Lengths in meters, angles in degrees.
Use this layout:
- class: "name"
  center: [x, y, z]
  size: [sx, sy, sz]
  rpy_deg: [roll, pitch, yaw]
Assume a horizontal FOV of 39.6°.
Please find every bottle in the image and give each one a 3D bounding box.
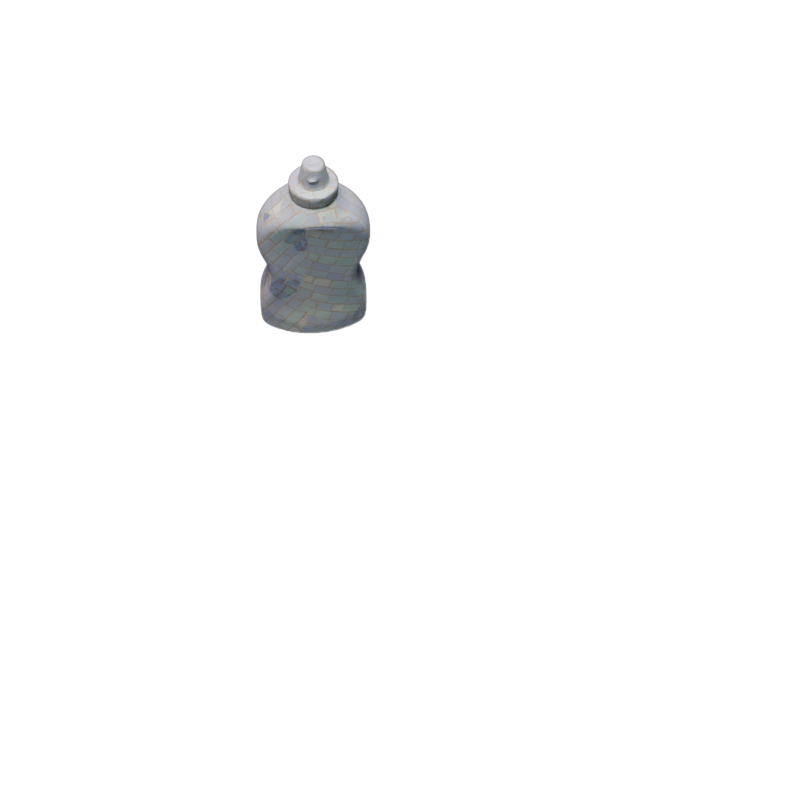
- class: "bottle"
  center: [-0.074, -0.135, 0.947]
  size: [0.096, 0.063, 0.179]
  rpy_deg: [0, -37, -3]
